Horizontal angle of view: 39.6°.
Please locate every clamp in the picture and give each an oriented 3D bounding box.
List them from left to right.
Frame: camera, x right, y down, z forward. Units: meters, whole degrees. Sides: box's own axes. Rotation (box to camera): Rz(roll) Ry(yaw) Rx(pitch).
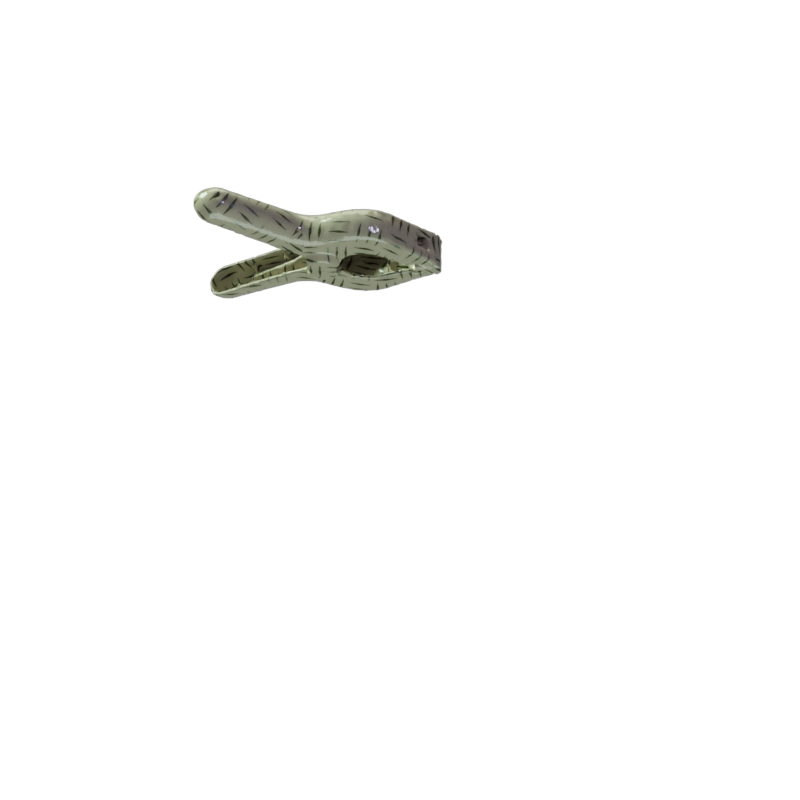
[{"bbox_3d":[-0.059,-0.108,0.756,0.173,0.041,0.113,-3,-21,8],"label":"clamp"}]
